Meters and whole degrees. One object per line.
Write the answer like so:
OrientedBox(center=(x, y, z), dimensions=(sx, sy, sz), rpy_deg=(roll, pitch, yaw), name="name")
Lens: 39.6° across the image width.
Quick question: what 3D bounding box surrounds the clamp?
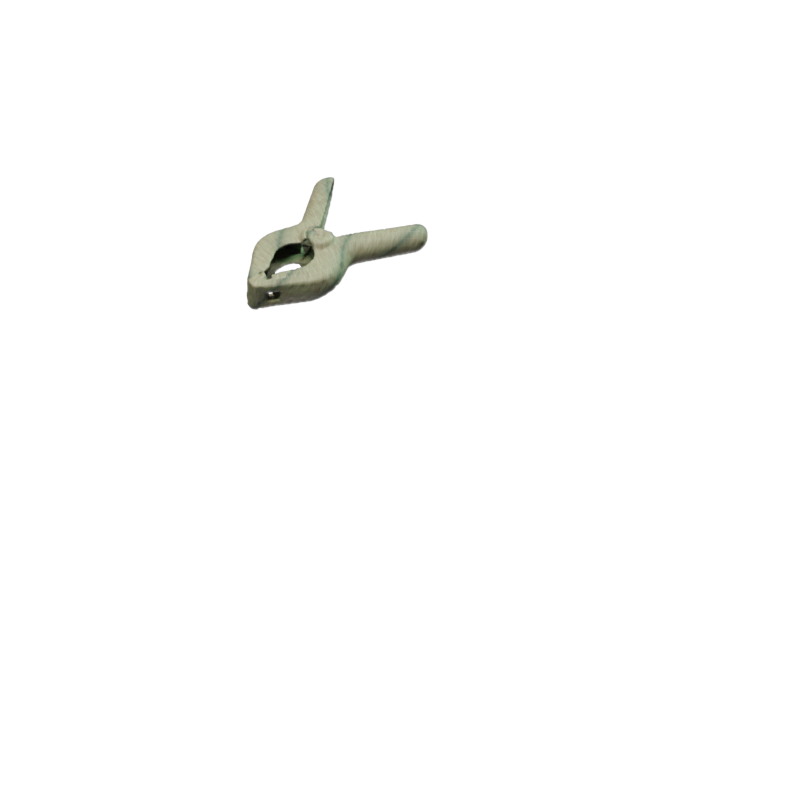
OrientedBox(center=(-0.074, -0.136, 0.950), dimensions=(0.171, 0.037, 0.129), rpy_deg=(-29, 47, -32), name="clamp")
